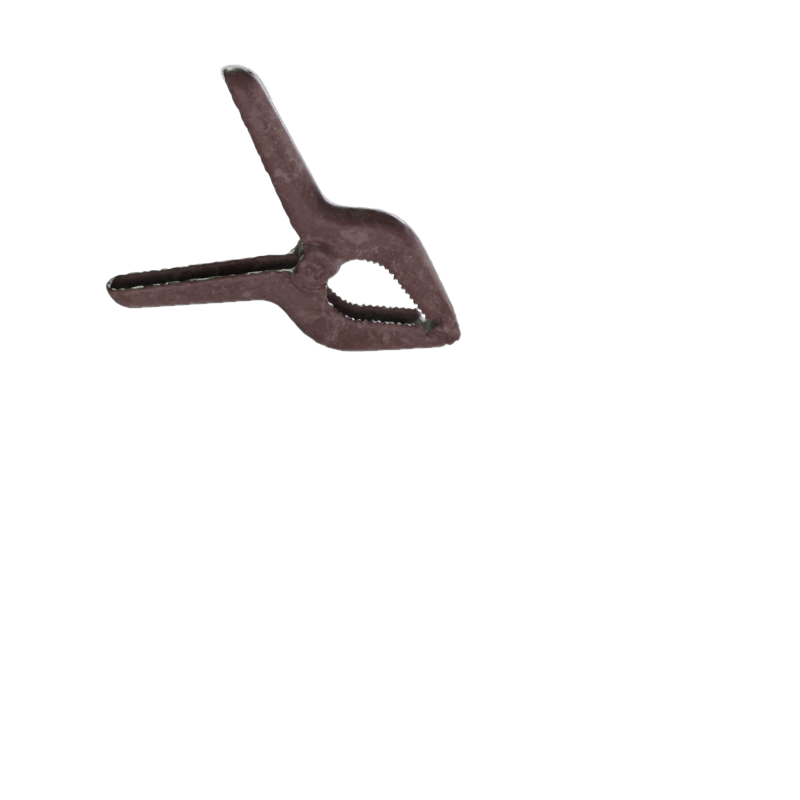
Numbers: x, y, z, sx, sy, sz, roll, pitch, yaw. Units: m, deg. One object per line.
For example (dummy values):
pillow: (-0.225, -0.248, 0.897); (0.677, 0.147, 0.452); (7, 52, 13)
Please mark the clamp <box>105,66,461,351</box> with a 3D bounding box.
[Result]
clamp: (-0.052, -0.094, 0.661); (0.206, 0.159, 0.038); (21, 25, -10)
